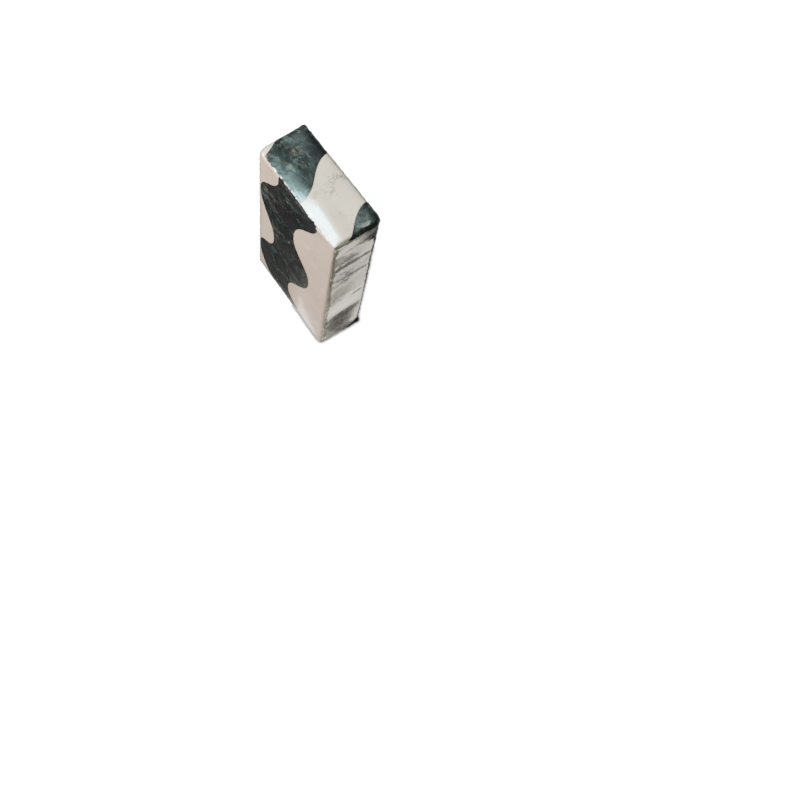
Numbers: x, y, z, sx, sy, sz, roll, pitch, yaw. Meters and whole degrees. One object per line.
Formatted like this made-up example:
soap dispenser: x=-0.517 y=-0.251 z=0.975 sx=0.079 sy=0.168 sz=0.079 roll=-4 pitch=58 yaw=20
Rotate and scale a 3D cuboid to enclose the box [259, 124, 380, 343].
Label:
box: x=-0.065 y=-0.117 z=0.820 sx=0.048 sy=0.098 sz=0.168 roll=-33 pitch=-15 yaw=-14
